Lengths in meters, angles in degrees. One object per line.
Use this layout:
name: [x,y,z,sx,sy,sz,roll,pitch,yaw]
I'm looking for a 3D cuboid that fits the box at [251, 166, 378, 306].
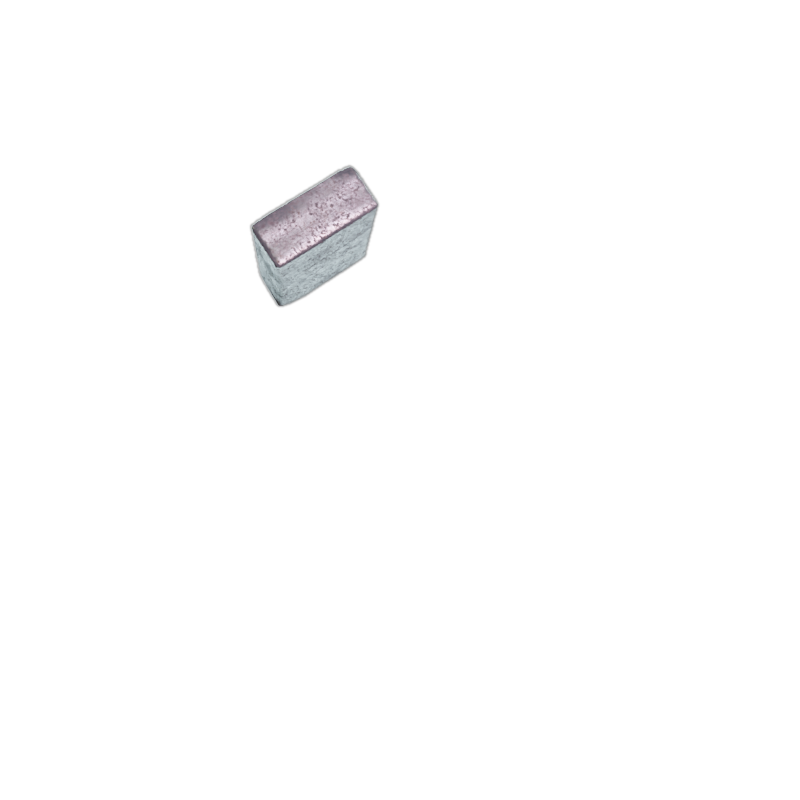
box: [-0.071,-0.130,0.908,0.093,0.049,0.172,-33,-5,-8]
